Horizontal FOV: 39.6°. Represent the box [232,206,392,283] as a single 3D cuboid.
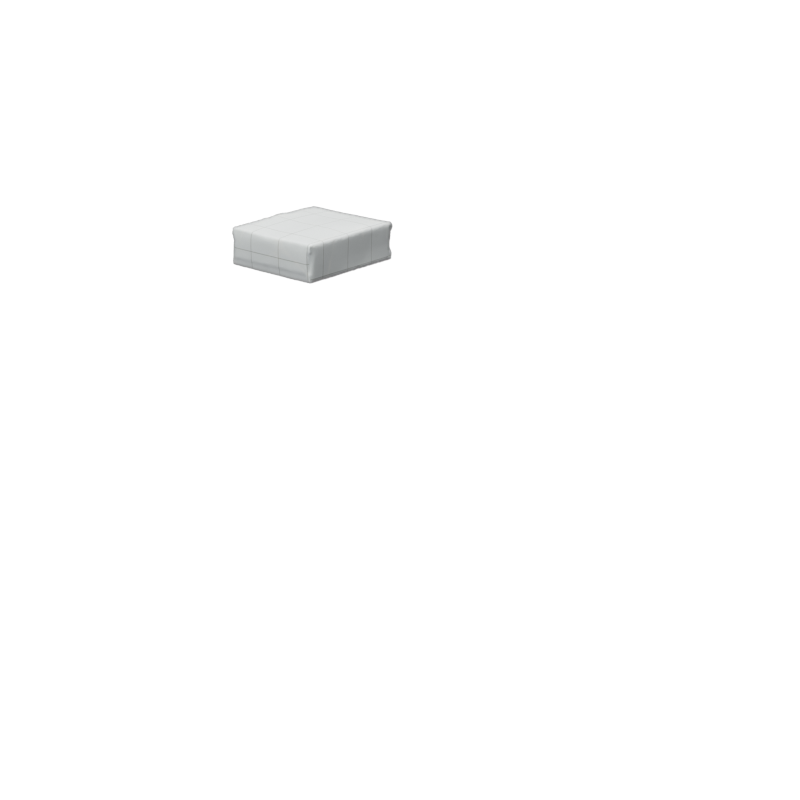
[{"bbox_3d":[-0.060,-0.110,0.769,0.077,0.029,0.088,17,27,36],"label":"box"}]
